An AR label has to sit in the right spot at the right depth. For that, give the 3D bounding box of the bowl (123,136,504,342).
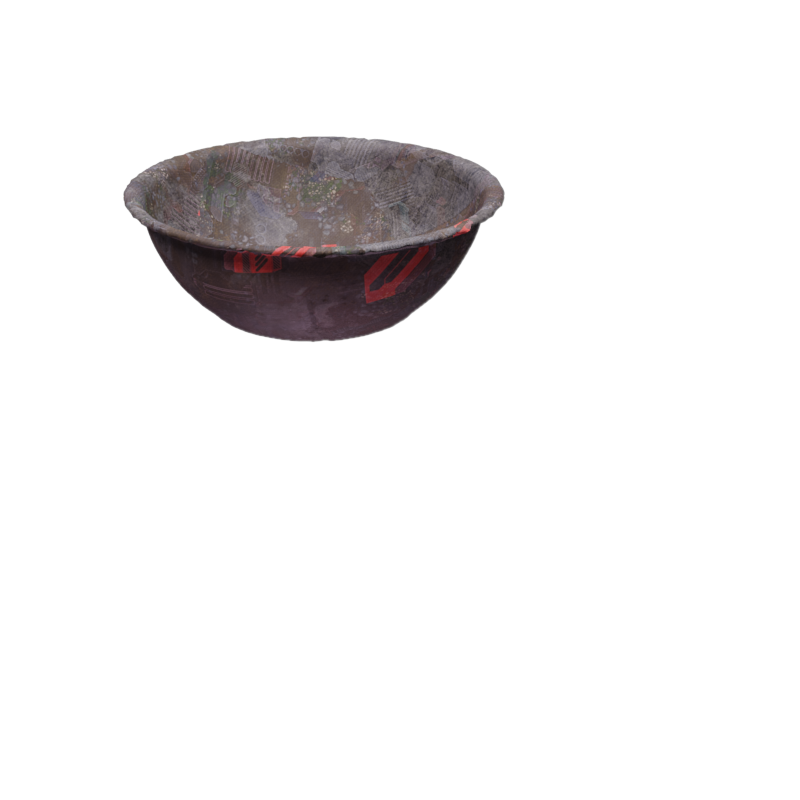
[{"bbox_3d":[-0.038,-0.069,0.483,0.162,0.052,0.171,-1,26,-2],"label":"bowl"}]
